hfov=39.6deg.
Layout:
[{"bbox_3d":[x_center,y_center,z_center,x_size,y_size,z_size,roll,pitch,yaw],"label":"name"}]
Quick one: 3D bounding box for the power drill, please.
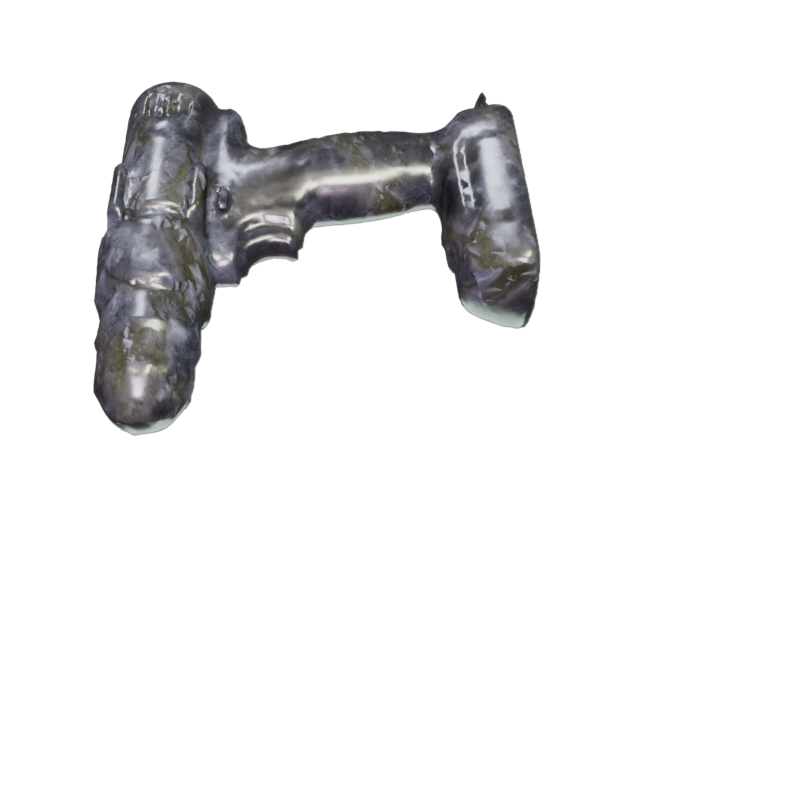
[{"bbox_3d":[-0.038,-0.069,0.487,0.187,0.198,0.054,-1,-36,-1],"label":"power drill"}]
